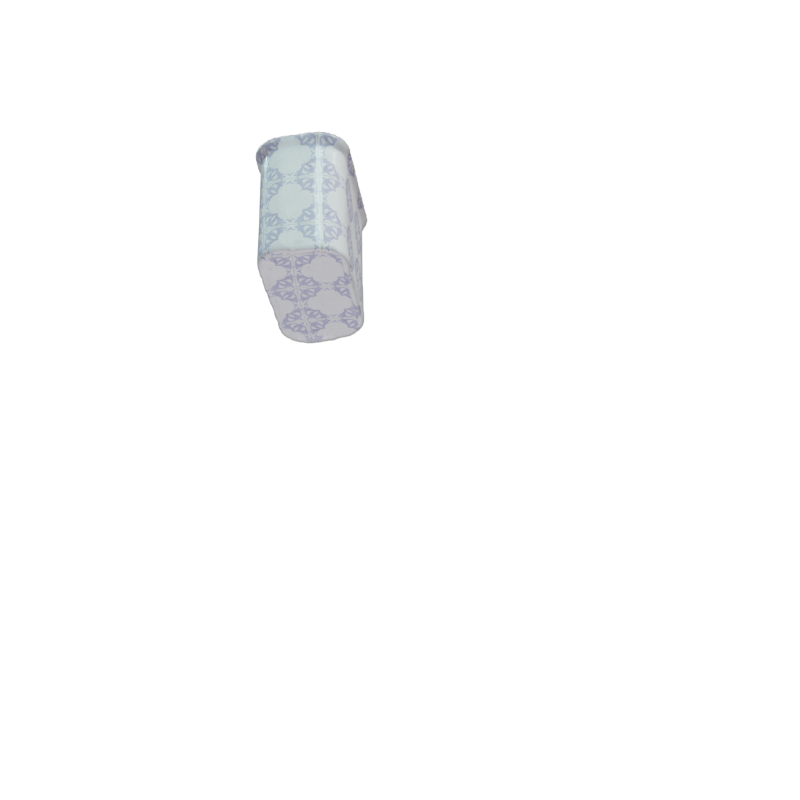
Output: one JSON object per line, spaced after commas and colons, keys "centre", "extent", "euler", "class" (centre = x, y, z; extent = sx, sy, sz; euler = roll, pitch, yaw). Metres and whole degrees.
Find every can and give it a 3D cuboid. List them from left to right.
{"centre": [-0.052, -0.095, 0.665], "extent": [0.058, 0.090, 0.094], "euler": [-6, -33, 6], "class": "can"}
